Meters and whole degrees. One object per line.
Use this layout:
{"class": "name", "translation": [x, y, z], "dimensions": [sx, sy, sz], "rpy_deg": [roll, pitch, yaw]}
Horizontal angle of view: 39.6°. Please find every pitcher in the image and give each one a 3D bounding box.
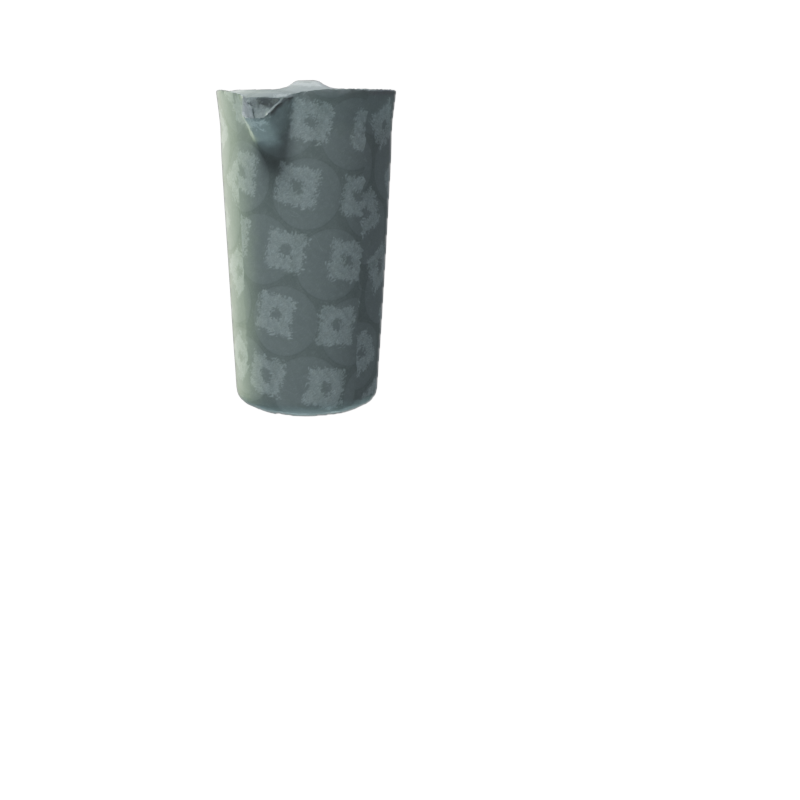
{"class": "pitcher", "translation": [-0.066, -0.121, 0.845], "dimensions": [0.145, 0.238, 0.152], "rpy_deg": [-4, 10, -23]}
